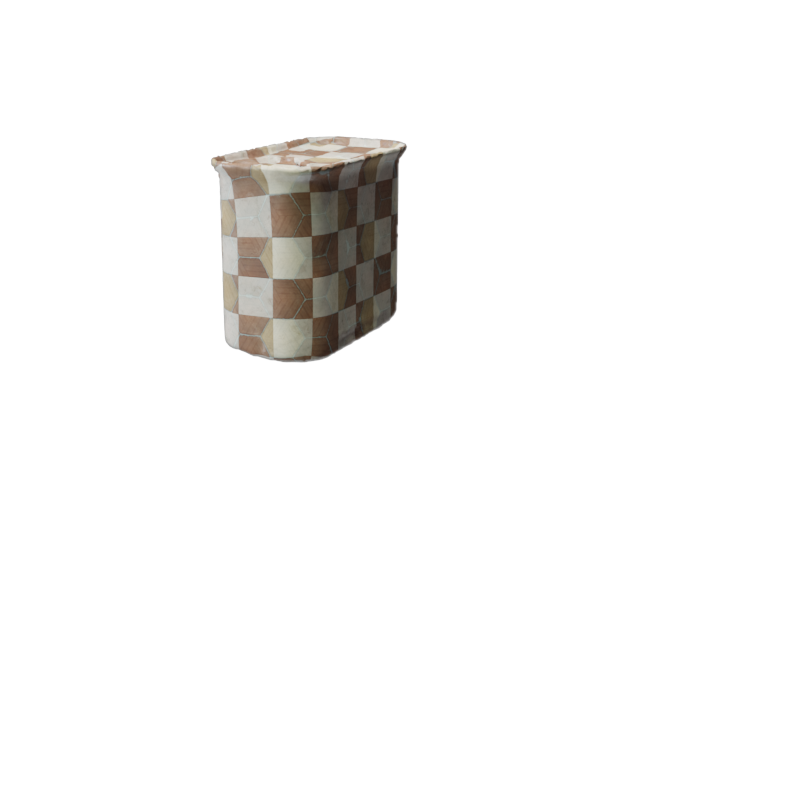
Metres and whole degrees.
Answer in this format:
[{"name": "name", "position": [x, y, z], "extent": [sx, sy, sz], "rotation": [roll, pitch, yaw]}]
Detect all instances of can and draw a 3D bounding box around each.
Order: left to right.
[{"name": "can", "position": [-0.039, -0.071, 0.501], "extent": [0.060, 0.081, 0.102], "rotation": [8, 18, 25]}]
